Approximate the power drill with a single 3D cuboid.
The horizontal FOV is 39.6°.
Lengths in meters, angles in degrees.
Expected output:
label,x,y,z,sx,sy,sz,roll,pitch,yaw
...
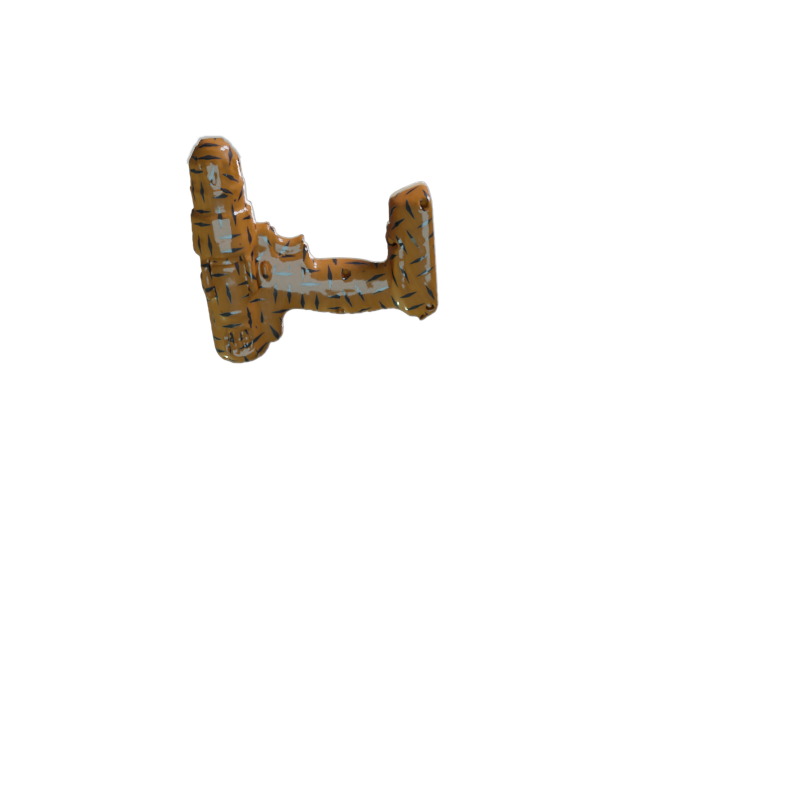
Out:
label,x,y,z,sx,sy,sz,roll,pitch,yaw
power drill,-0.068,-0.124,0.868,0.188,0.175,0.060,-5,24,2
